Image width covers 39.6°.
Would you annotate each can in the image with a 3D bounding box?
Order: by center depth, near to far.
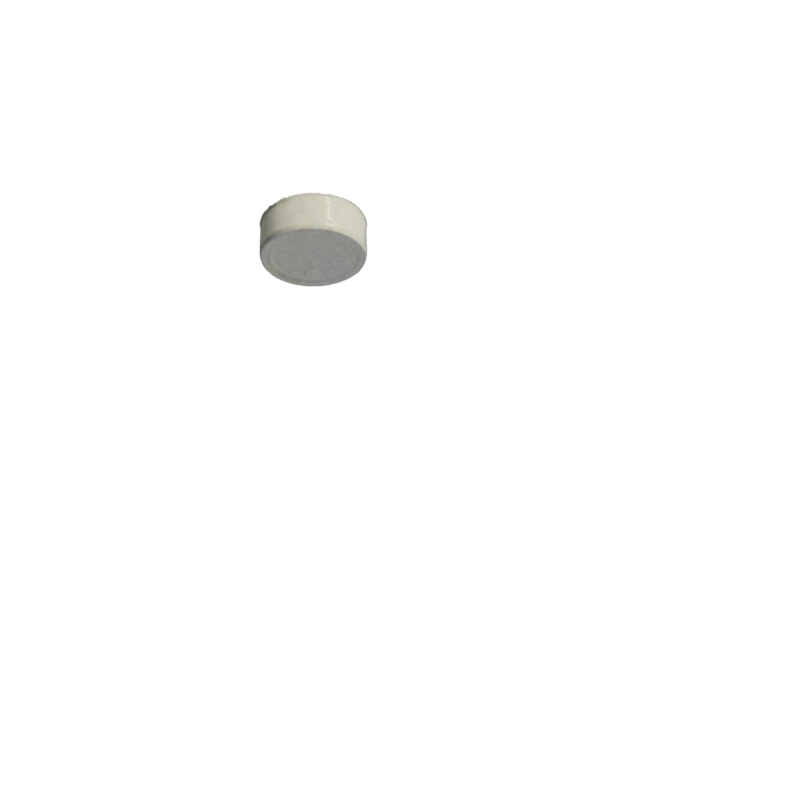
[{"bbox_3d":[-0.069,-0.125,0.875,0.086,0.036,0.081,1,-29,-2],"label":"can"}]
